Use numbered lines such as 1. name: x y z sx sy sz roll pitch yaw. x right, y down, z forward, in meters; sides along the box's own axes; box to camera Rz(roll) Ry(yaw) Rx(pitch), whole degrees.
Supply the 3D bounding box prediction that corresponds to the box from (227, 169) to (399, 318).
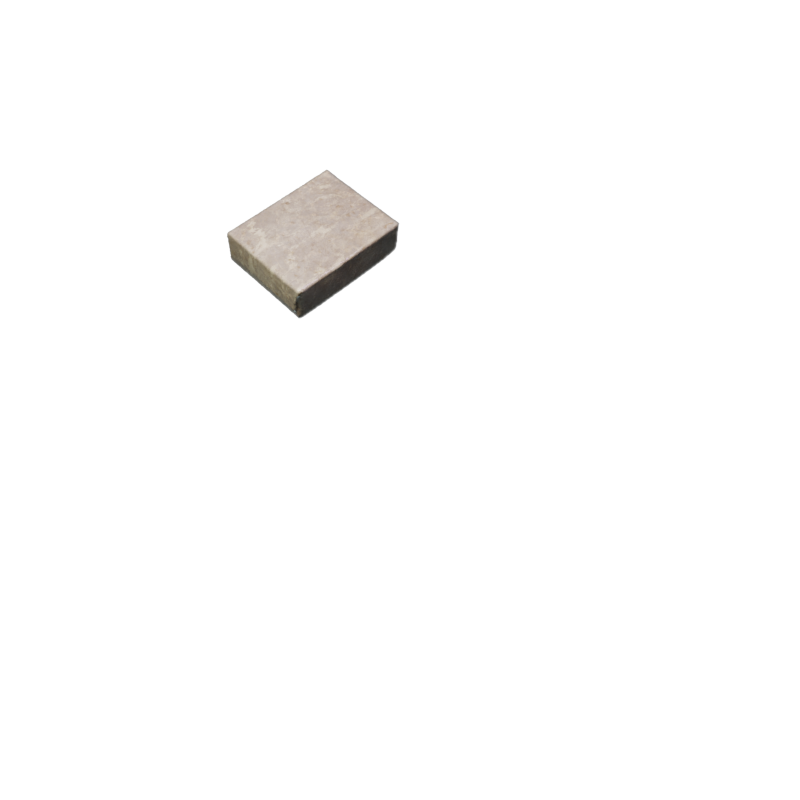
1. box: -0.071 -0.130 0.911 0.114 0.036 0.096 -36 59 -26
